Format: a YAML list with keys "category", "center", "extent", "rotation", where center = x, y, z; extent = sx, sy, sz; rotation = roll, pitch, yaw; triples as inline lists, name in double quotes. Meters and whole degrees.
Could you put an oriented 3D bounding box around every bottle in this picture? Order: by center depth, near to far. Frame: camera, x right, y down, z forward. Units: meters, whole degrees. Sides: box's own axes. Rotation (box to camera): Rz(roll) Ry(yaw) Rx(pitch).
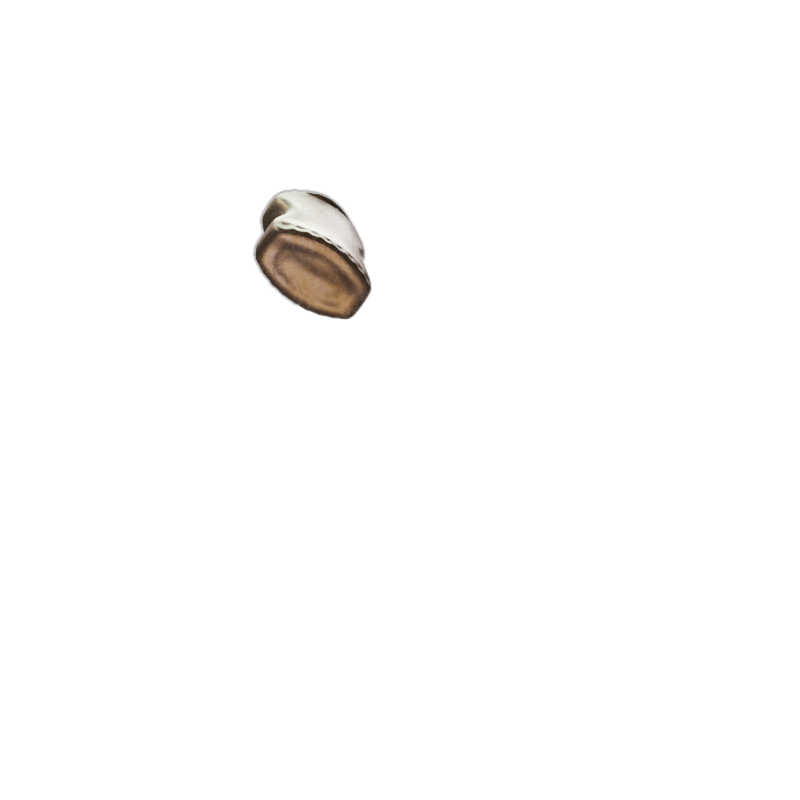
- category: "bottle"
  center: [-0.075, -0.137, 0.957]
  extent: [0.093, 0.057, 0.201]
  rotation: [29, 18, -15]
